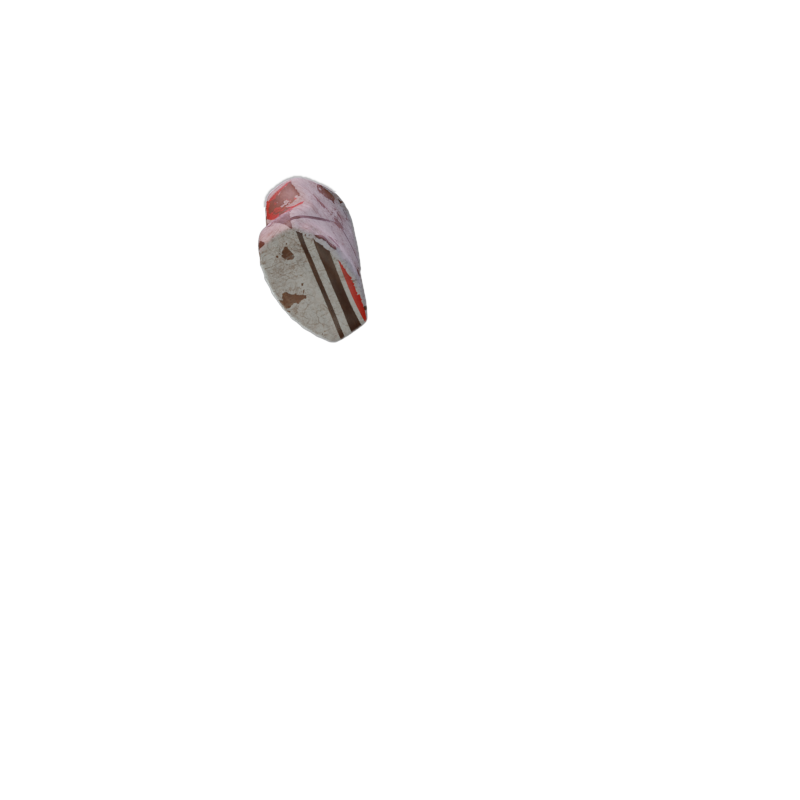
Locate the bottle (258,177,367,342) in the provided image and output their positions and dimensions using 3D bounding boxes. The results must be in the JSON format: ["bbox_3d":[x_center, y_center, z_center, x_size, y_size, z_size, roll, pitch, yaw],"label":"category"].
[{"bbox_3d":[-0.067,-0.124,0.866,0.058,0.092,0.202,-35,23,13],"label":"bottle"}]
